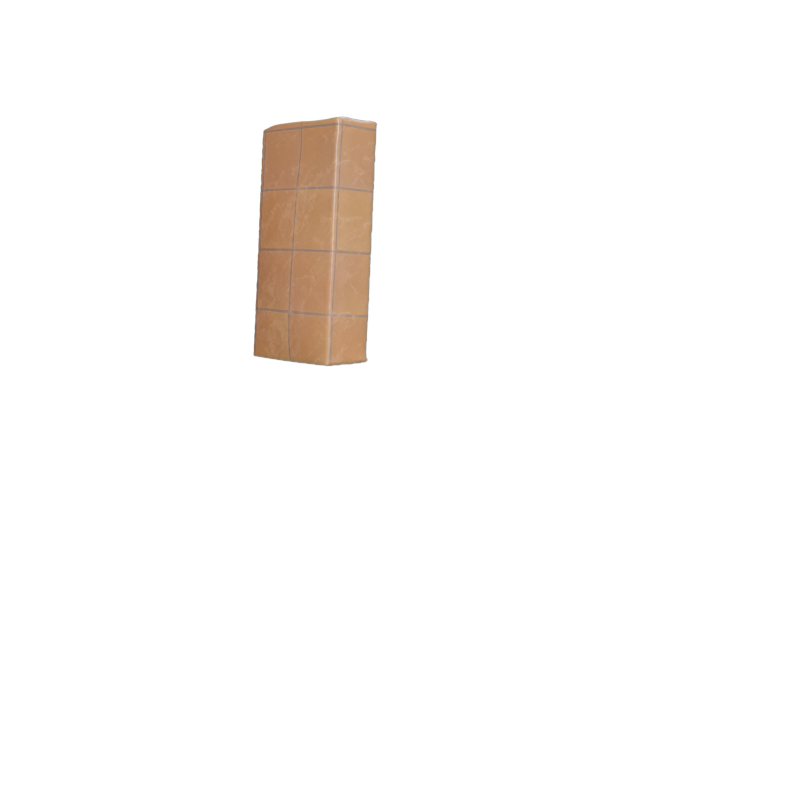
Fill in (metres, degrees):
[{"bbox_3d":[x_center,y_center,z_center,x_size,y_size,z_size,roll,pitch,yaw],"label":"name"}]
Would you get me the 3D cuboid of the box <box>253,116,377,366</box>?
[{"bbox_3d":[-0.064,-0.117,0.818,0.046,0.176,0.097,0,1,-41],"label":"box"}]
